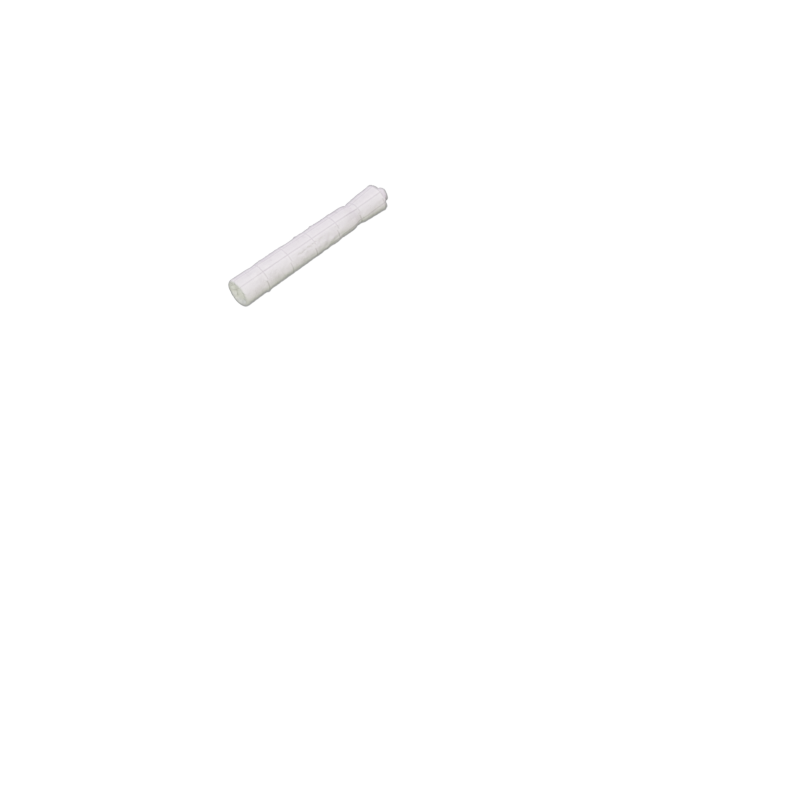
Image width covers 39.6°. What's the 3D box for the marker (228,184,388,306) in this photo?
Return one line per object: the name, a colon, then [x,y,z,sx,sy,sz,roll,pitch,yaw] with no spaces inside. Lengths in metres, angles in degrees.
marker: [-0.053,-0.097,0.682,0.122,0.019,0.020,-39,22,-25]
